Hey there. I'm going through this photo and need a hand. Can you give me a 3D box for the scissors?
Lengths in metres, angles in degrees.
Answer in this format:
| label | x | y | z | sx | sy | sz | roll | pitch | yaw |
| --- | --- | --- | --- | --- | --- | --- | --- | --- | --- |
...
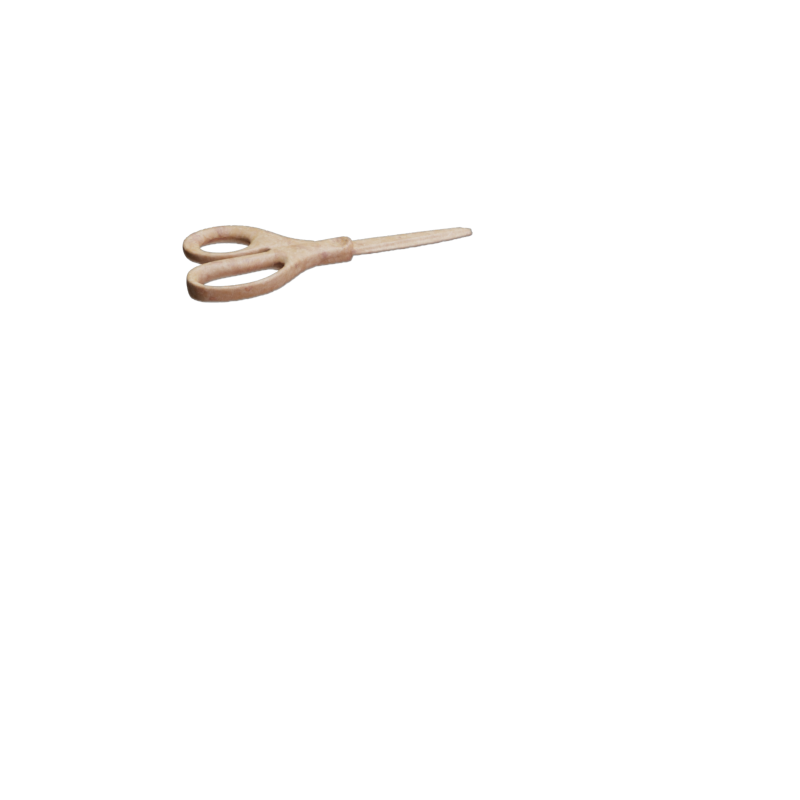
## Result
| label | x | y | z | sx | sy | sz | roll | pitch | yaw |
| --- | --- | --- | --- | --- | --- | --- | --- | --- | --- |
| scissors | -0.059 | -0.107 | 0.752 | 0.199 | 0.015 | 0.103 | -21 | 38 | -28 |
